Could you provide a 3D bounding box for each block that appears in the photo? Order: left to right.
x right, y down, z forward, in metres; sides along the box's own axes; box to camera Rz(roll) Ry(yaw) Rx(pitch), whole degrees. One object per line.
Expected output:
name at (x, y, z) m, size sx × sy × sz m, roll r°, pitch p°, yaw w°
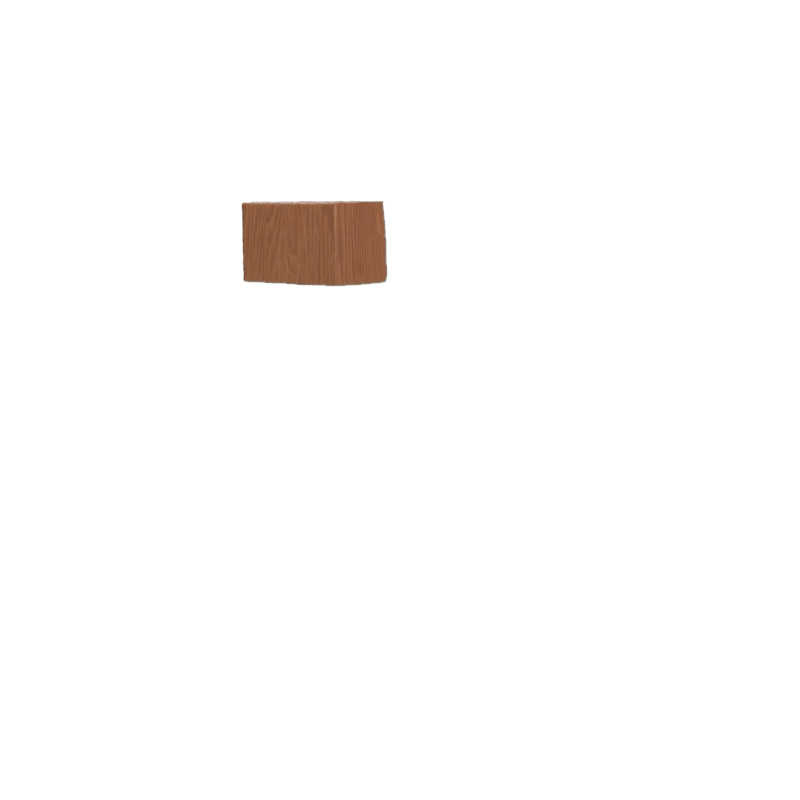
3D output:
block at (-0.054, -0.099, 0.695) m, size 0.081 × 0.051 × 0.051 m, roll 6°, pitch 8°, yaw 35°
